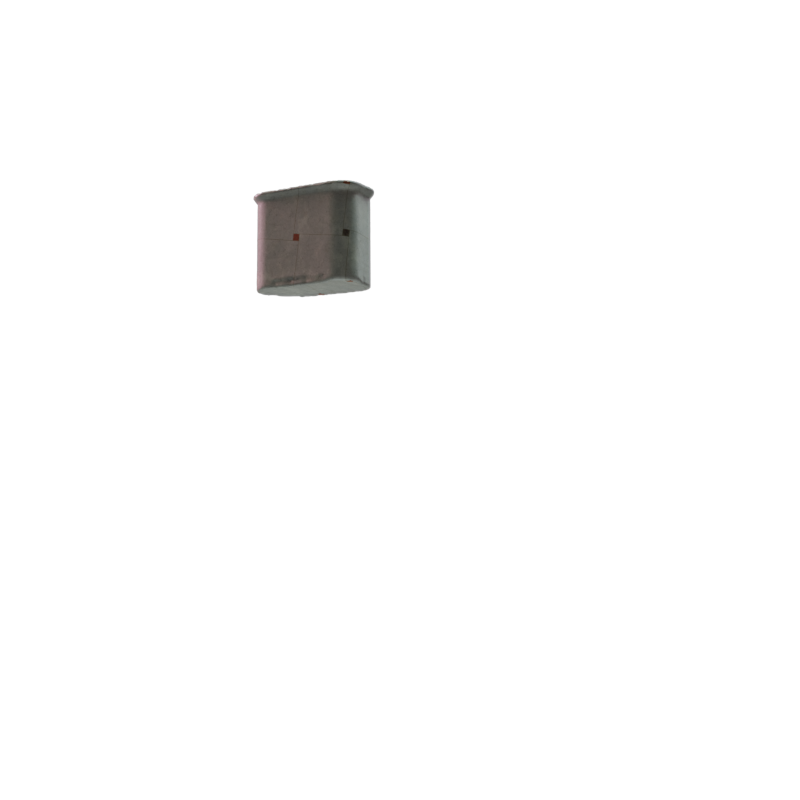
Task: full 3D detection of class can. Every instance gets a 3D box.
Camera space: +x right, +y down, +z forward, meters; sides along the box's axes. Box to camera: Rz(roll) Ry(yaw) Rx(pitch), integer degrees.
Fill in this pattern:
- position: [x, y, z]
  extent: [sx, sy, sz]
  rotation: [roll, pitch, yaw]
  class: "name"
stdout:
- position: [-0.073, -0.133, 0.931]
  extent: [0.105, 0.086, 0.054]
  rotation: [-5, -11, 29]
  class: "can"
